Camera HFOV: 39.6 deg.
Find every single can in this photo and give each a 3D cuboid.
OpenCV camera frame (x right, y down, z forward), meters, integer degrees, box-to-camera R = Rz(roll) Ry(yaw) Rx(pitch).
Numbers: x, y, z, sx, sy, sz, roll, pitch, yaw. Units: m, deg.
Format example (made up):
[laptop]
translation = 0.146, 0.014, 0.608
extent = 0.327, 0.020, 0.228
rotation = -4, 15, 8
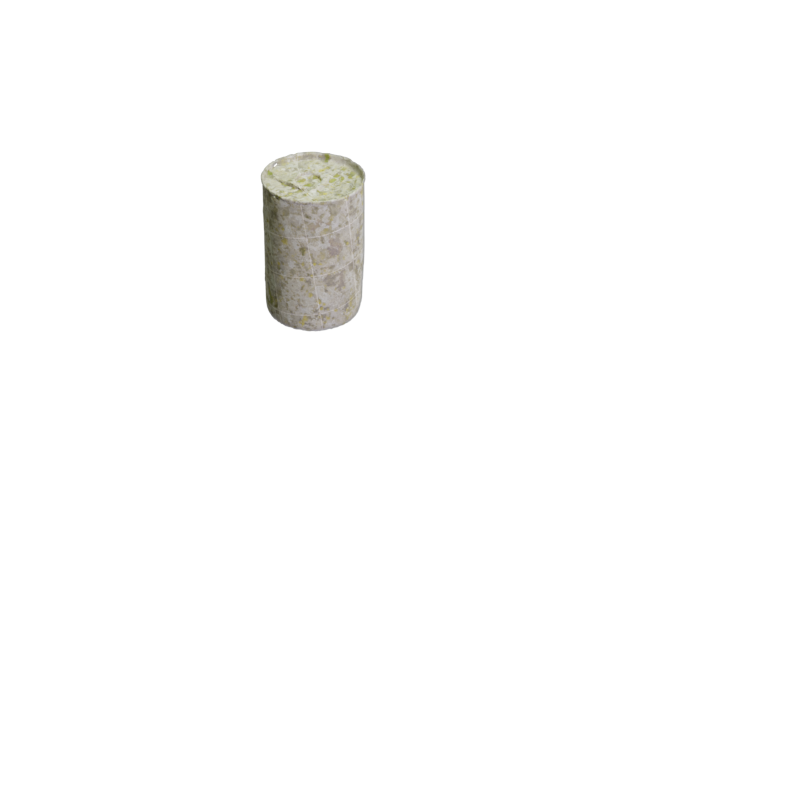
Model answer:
[can]
translation = -0.058, -0.106, 0.744
extent = 0.068, 0.096, 0.073
rotation = 0, 36, -3
